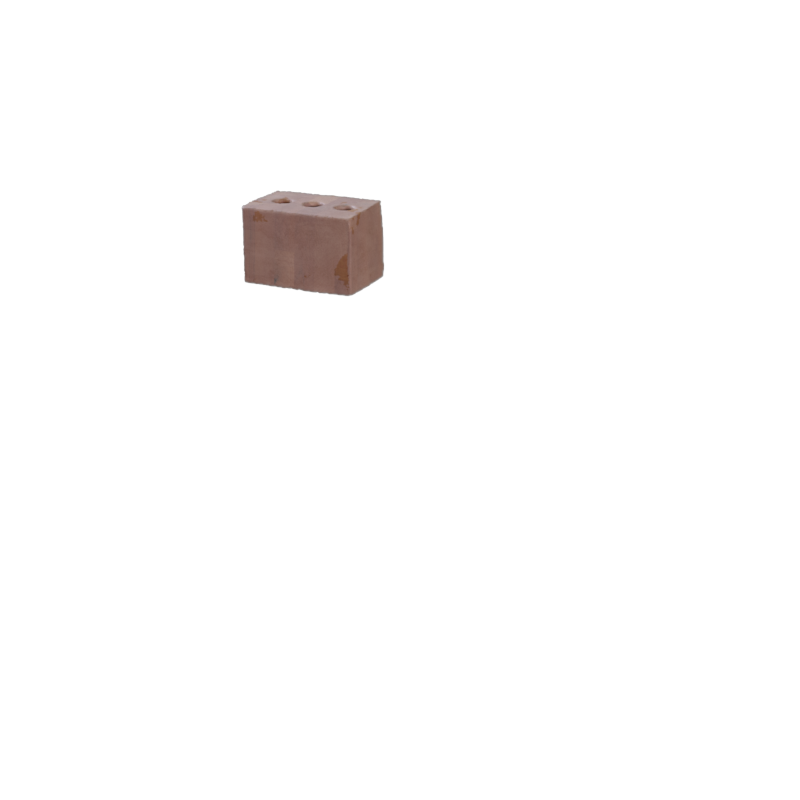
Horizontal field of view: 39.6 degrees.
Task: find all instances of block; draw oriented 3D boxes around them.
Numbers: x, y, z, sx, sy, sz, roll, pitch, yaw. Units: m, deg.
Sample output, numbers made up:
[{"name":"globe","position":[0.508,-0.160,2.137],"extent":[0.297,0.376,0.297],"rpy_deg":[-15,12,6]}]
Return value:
[{"name":"block","position":[-0.055,-0.101,0.708],"extent":[0.081,0.049,0.053],"rpy_deg":[9,20,22]}]
